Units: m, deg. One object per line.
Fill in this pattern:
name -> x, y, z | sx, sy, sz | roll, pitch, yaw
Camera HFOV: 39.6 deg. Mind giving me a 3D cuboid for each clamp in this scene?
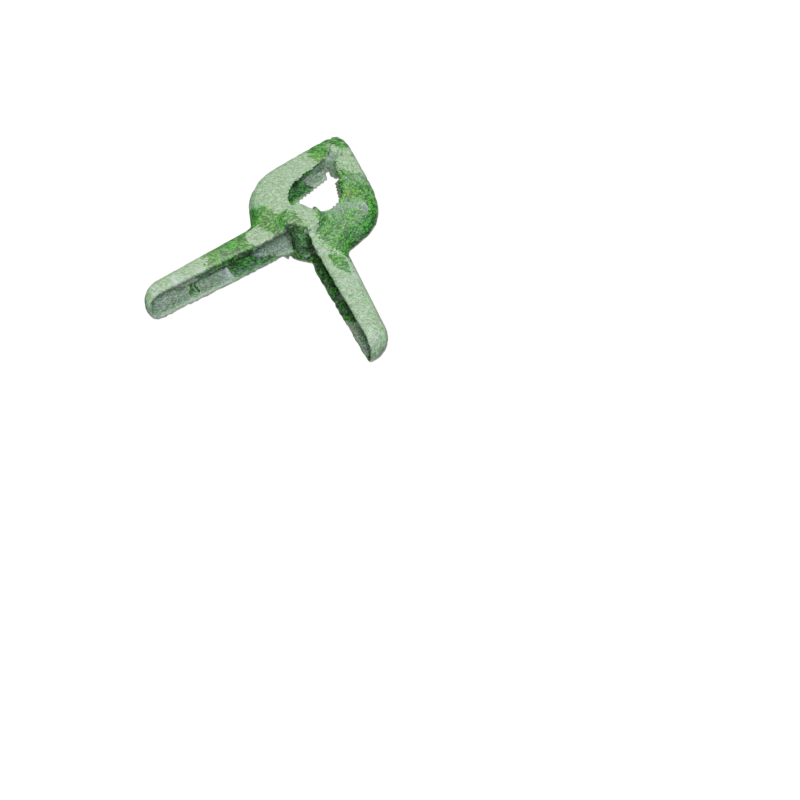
clamp -> -0.061, -0.112, 0.783 | 0.169, 0.034, 0.219 | 15, 48, 14
